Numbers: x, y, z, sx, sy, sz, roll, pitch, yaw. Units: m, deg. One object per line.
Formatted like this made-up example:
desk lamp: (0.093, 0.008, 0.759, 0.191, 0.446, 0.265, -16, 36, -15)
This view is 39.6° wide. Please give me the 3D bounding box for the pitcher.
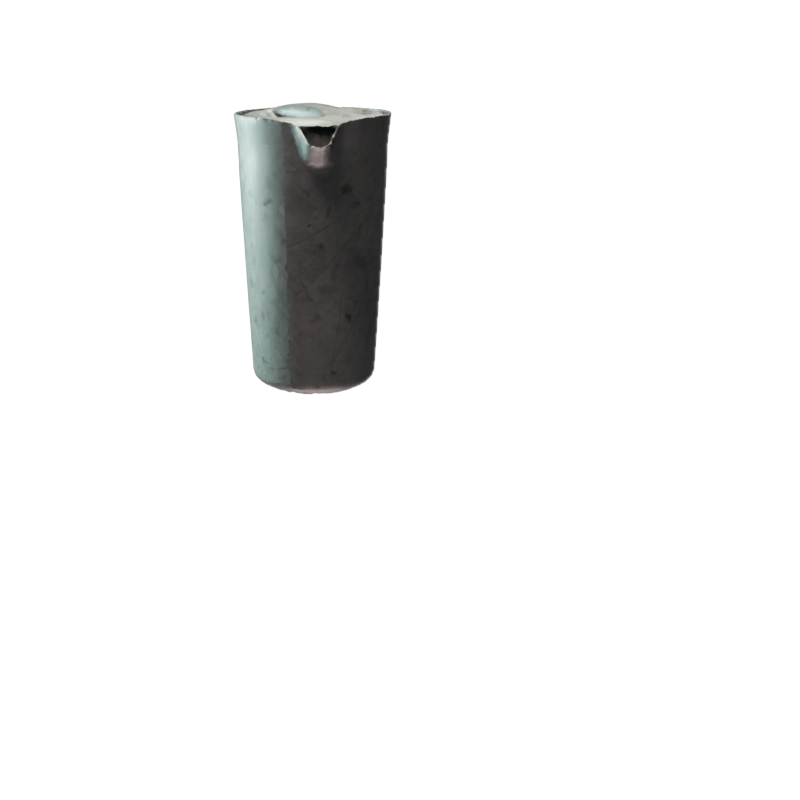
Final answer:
pitcher: (-0.076, -0.139, 0.973, 0.152, 0.236, 0.146, 11, 18, 36)
